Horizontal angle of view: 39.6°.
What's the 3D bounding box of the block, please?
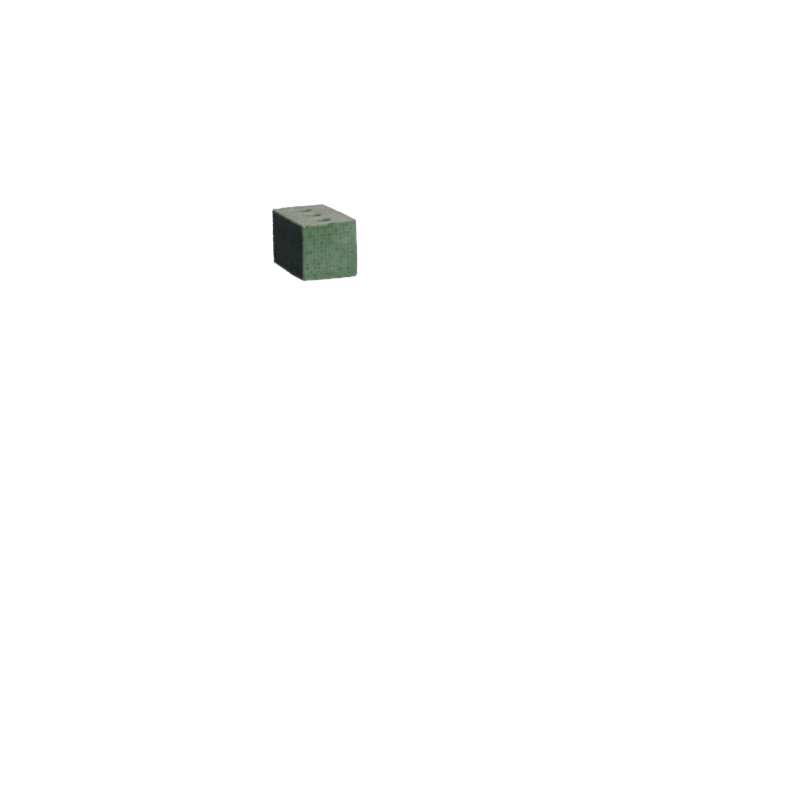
[{"bbox_3d":[-0.078,-0.142,0.992,0.051,0.049,0.083,-8,20,-24],"label":"block"}]
